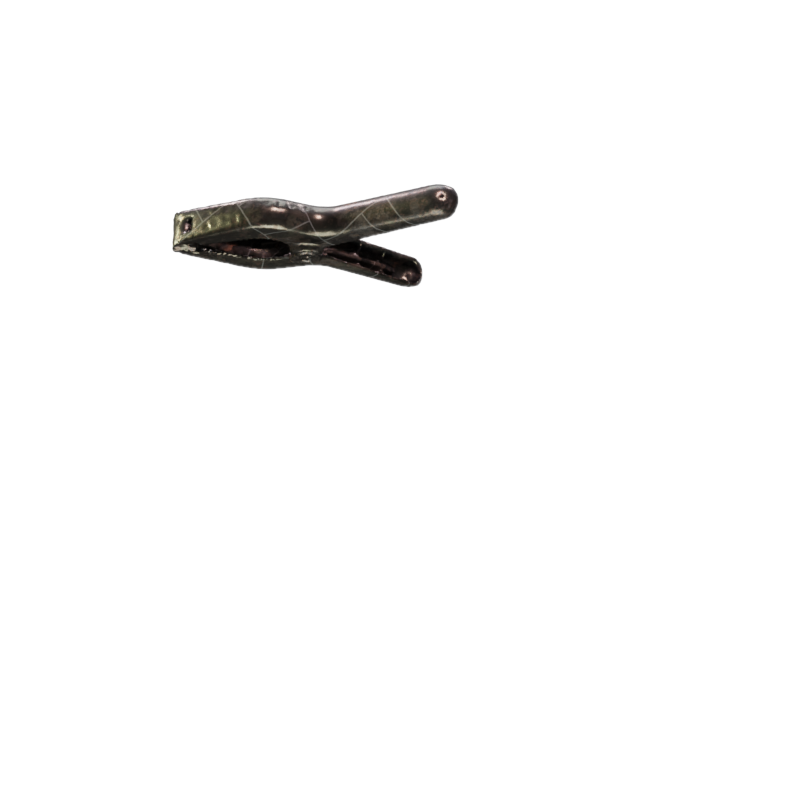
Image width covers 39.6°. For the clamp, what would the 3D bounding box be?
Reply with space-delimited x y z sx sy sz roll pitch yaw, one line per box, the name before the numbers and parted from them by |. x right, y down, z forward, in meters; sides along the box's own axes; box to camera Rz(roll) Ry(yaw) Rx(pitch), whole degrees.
clamp | -0.067 -0.121 0.851 0.210 0.038 0.157 0 -16 1
